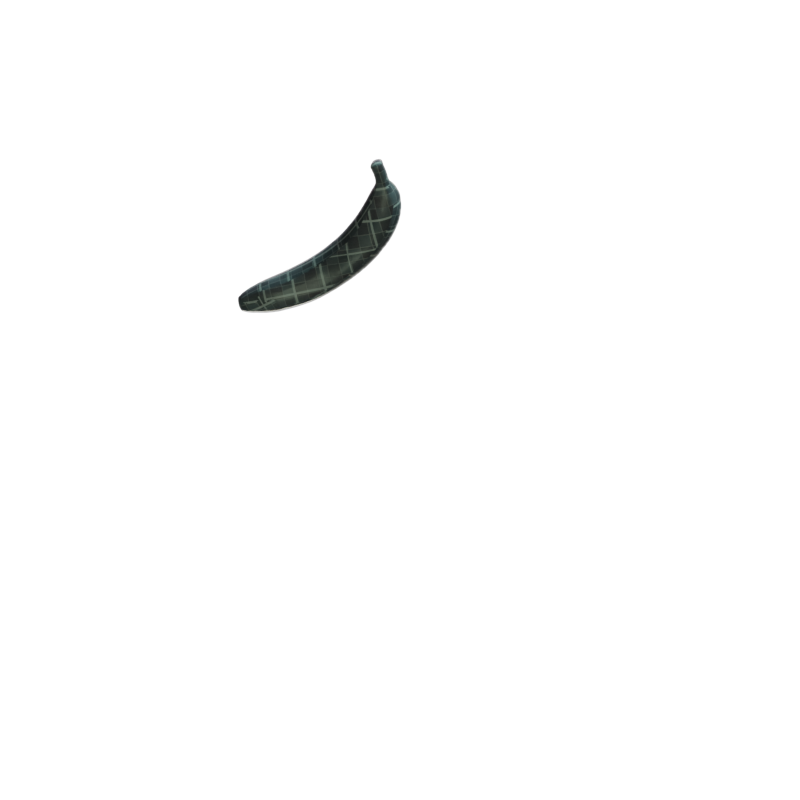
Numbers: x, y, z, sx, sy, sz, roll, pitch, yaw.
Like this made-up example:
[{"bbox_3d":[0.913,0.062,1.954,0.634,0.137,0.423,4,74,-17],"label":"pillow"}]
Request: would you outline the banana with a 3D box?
[{"bbox_3d":[-0.062,-0.135,1.003,0.066,0.195,0.039,38,24,-21],"label":"banana"}]
